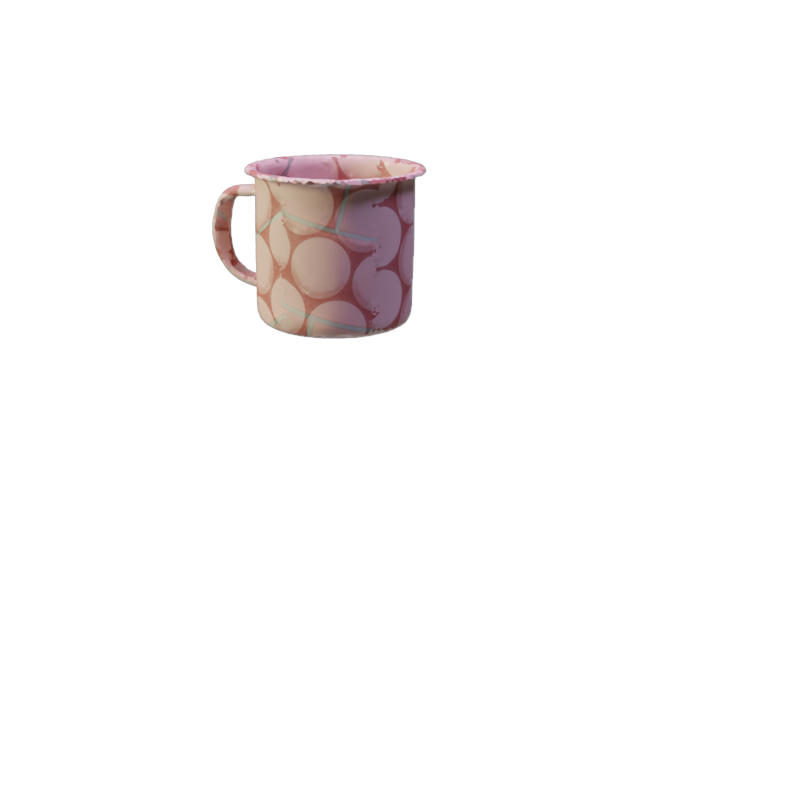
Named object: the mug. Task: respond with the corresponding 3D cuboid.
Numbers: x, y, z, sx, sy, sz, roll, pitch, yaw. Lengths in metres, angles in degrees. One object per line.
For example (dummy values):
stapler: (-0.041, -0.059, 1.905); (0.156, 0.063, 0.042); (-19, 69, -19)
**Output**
mug: (-0.045, -0.083, 0.579); (0.121, 0.079, 0.094); (7, 18, 19)
